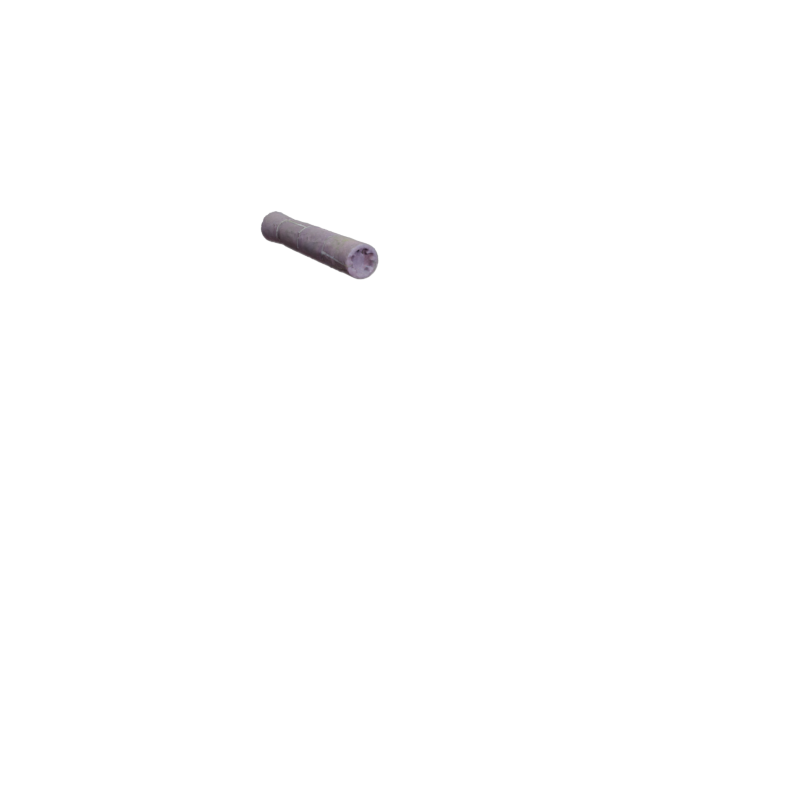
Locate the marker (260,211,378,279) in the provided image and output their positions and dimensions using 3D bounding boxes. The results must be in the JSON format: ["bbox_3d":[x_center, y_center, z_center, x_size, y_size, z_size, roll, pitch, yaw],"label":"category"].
[{"bbox_3d":[-0.048,-0.088,0.617,0.019,0.019,0.128,-2,17,-28],"label":"marker"}]
